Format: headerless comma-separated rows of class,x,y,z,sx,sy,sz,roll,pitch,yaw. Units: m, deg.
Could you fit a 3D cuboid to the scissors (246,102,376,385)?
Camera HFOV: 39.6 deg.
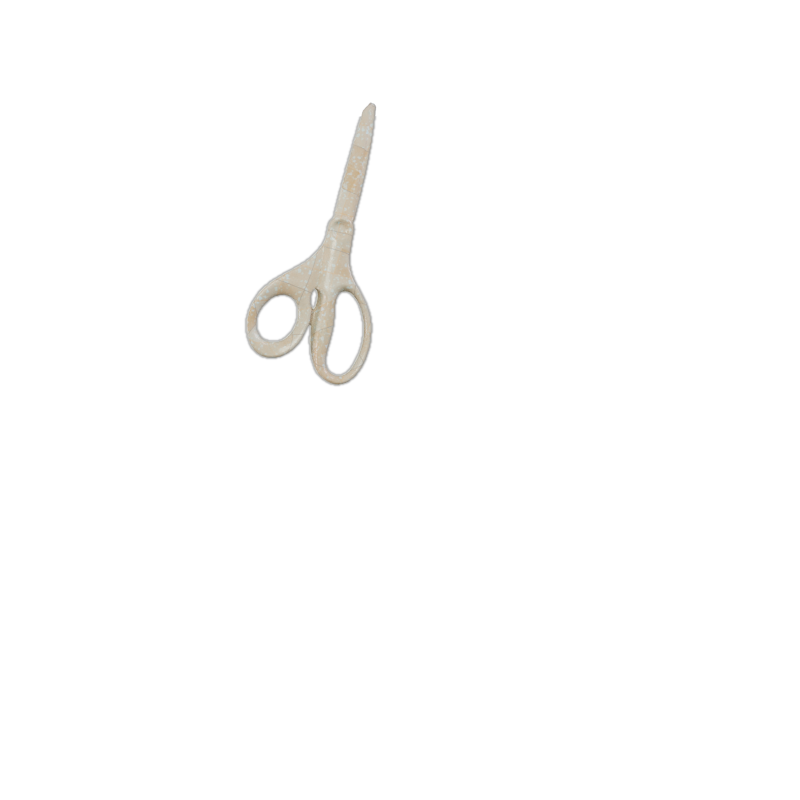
scissors,-0.061,-0.111,0.781,0.096,0.207,0.015,-2,-11,-1
